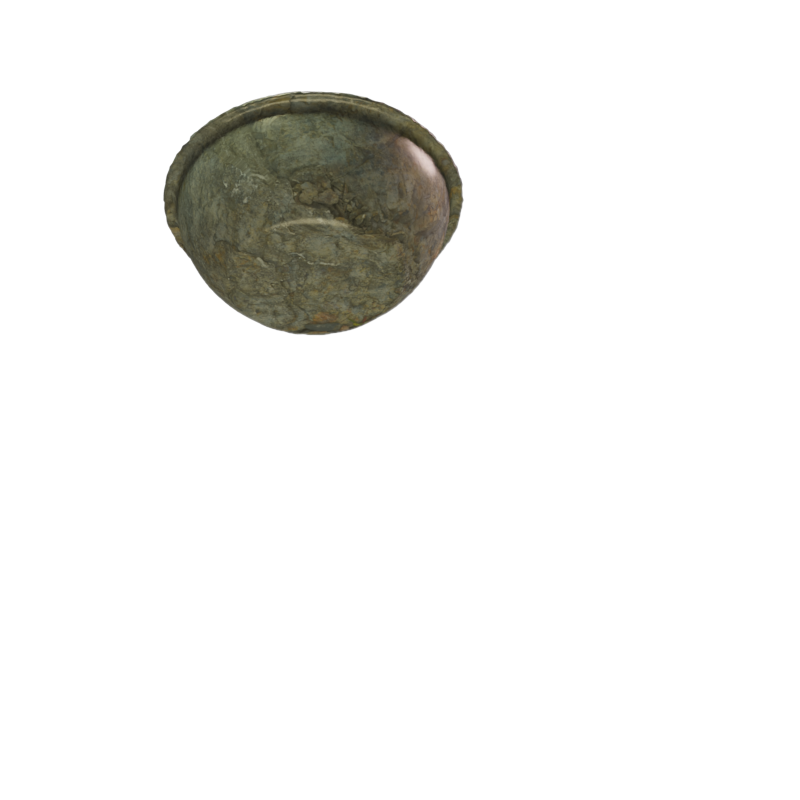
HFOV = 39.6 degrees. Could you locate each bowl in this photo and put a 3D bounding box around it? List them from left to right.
[{"bbox_3d":[-0.046,-0.083,0.582,0.162,0.059,0.151,1,-38,-2],"label":"bowl"}]
